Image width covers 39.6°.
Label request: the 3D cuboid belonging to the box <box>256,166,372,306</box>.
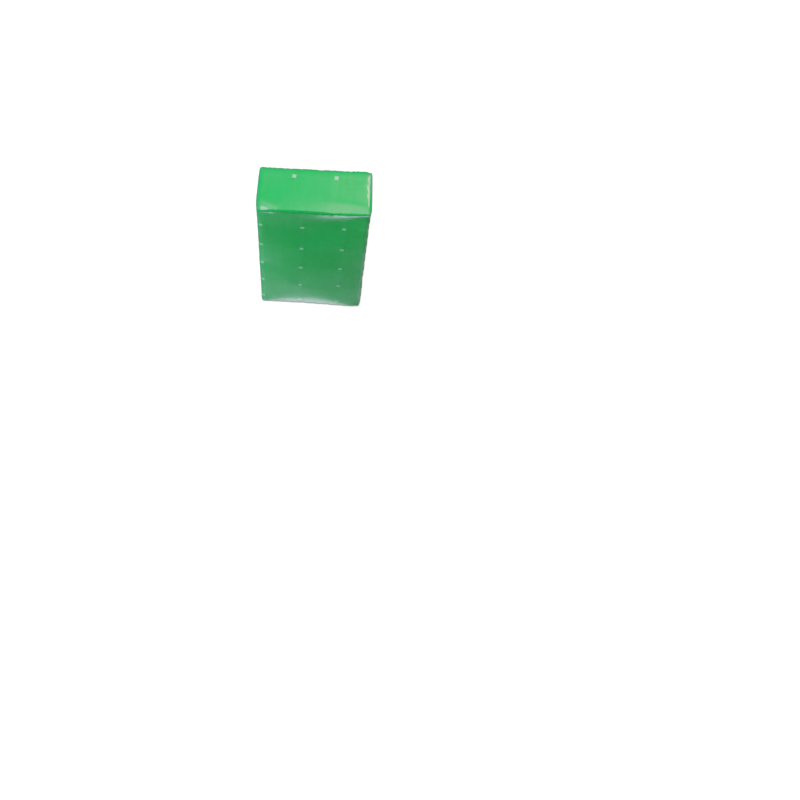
[{"bbox_3d":[-0.074,-0.135,0.947,0.093,0.050,0.168,4,-19,-2],"label":"box"}]
